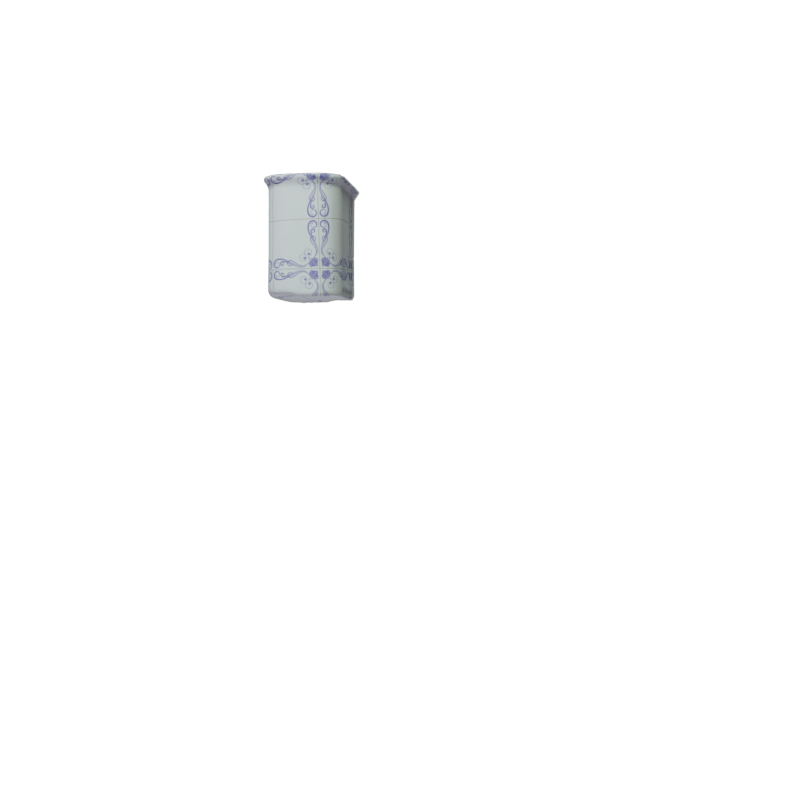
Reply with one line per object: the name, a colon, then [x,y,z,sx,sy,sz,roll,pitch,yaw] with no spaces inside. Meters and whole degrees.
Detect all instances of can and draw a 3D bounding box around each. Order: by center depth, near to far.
can: [-0.063,-0.114,0.799,0.058,0.085,0.100,-1,-1,7]
